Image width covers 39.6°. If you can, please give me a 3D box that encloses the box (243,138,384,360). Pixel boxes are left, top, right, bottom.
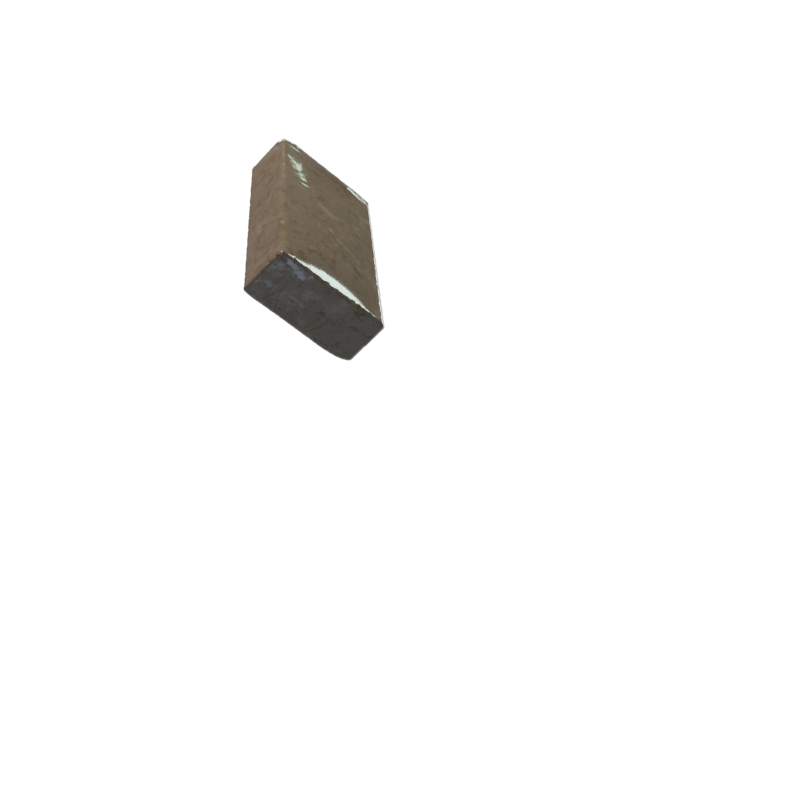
[{"bbox_3d":[-0.062,-0.113,0.793,0.088,0.047,0.189,35,28,-26],"label":"box"}]
